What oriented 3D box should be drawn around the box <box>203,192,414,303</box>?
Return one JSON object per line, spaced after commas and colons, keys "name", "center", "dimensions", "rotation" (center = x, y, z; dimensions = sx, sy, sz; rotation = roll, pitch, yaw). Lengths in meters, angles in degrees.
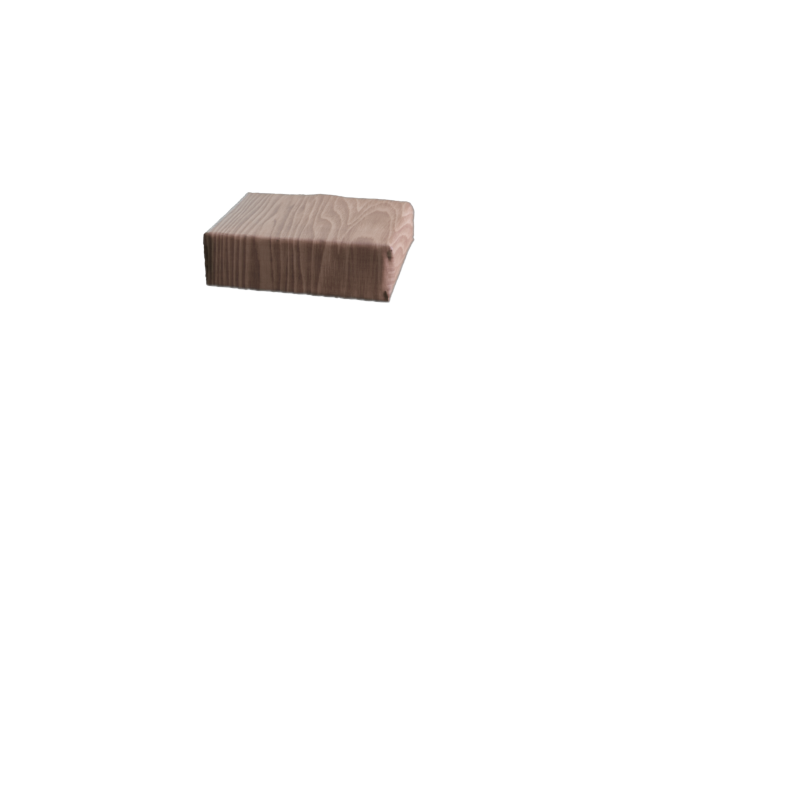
{"name": "box", "center": [-0.042, -0.076, 0.533], "dimensions": [0.091, 0.029, 0.075], "rotation": [5, 25, 10]}
